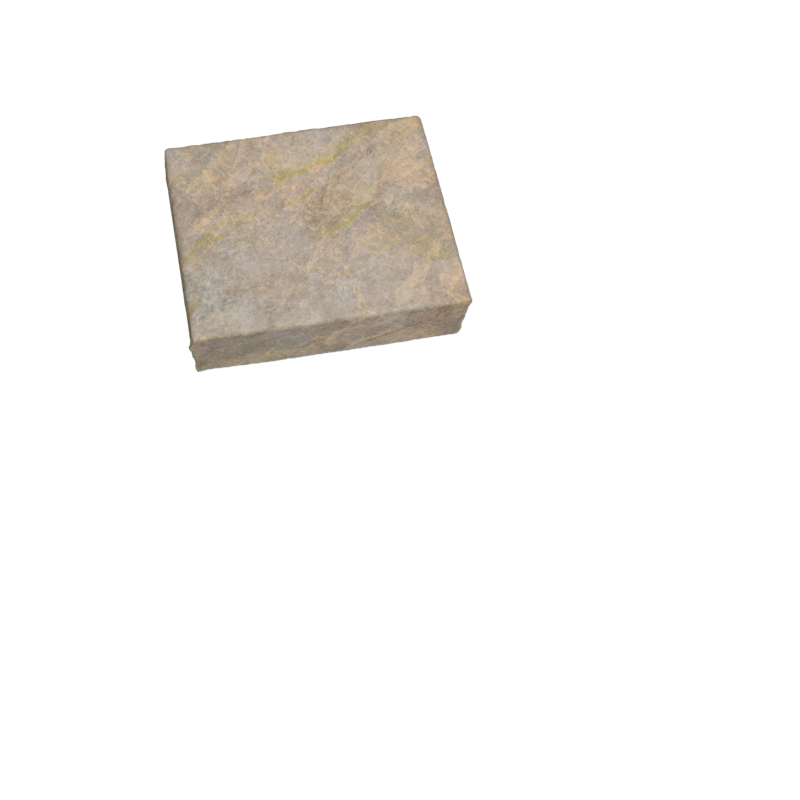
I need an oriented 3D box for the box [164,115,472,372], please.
[{"bbox_3d":[-0.036,-0.066,0.458,0.113,0.096,0.037,-10,-27,-6],"label":"box"}]
